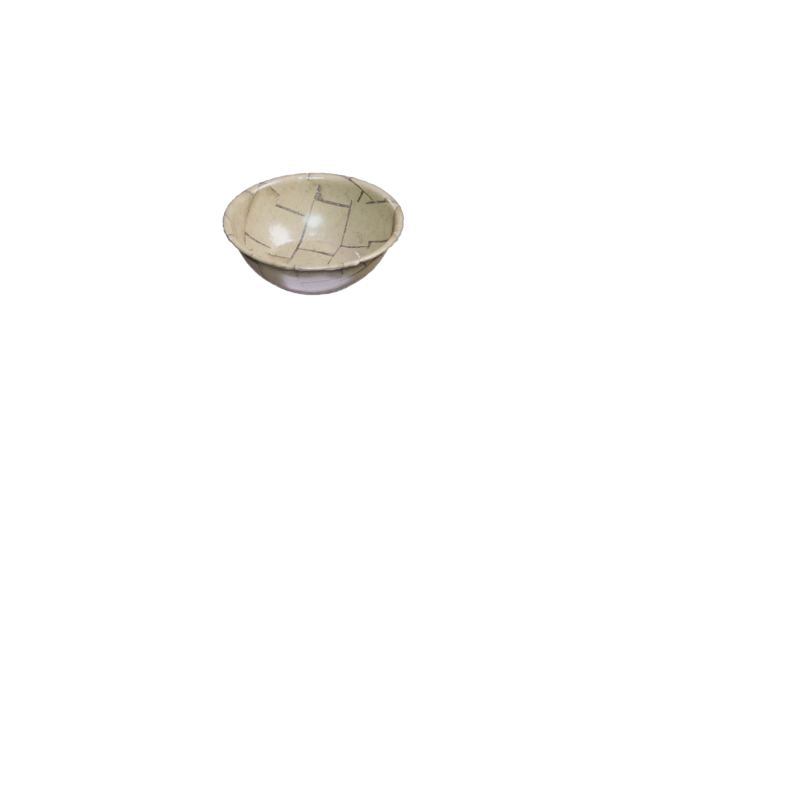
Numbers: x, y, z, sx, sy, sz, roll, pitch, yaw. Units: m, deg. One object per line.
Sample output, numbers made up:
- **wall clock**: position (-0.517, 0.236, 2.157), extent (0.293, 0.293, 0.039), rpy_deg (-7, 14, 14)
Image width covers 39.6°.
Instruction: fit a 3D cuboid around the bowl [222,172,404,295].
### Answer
- **bowl**: position (-0.078, -0.142, 0.997), extent (0.162, 0.051, 0.174), rpy_deg (-1, 38, -2)
